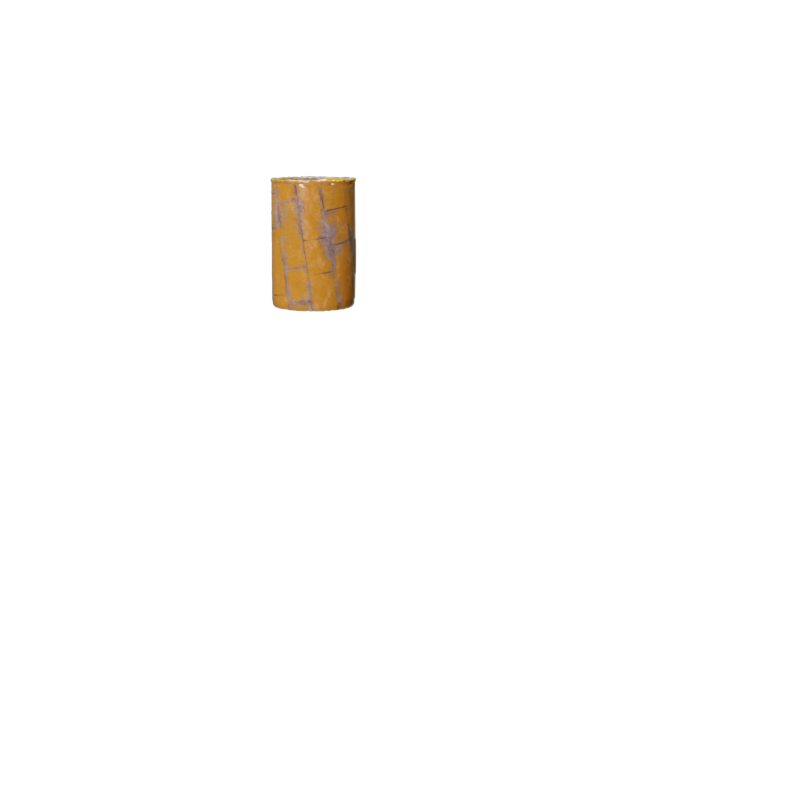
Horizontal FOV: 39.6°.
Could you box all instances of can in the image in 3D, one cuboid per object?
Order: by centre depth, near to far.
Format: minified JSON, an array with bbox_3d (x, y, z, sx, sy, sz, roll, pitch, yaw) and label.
[{"bbox_3d":[-0.069,-0.126,0.882,0.068,0.100,0.070,0,9,-2],"label":"can"}]
